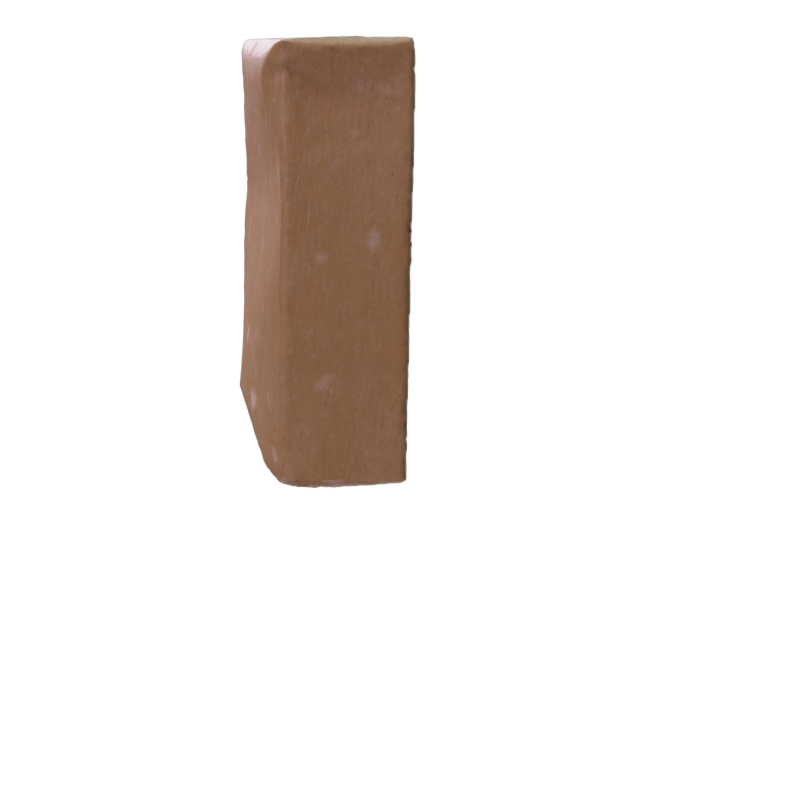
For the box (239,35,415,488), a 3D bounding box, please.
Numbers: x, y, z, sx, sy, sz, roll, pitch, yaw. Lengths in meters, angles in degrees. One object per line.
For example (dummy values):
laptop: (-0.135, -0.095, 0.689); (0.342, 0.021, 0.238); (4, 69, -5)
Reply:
box: (-0.046, -0.084, 0.587); (0.071, 0.208, 0.171); (-2, 13, -13)
